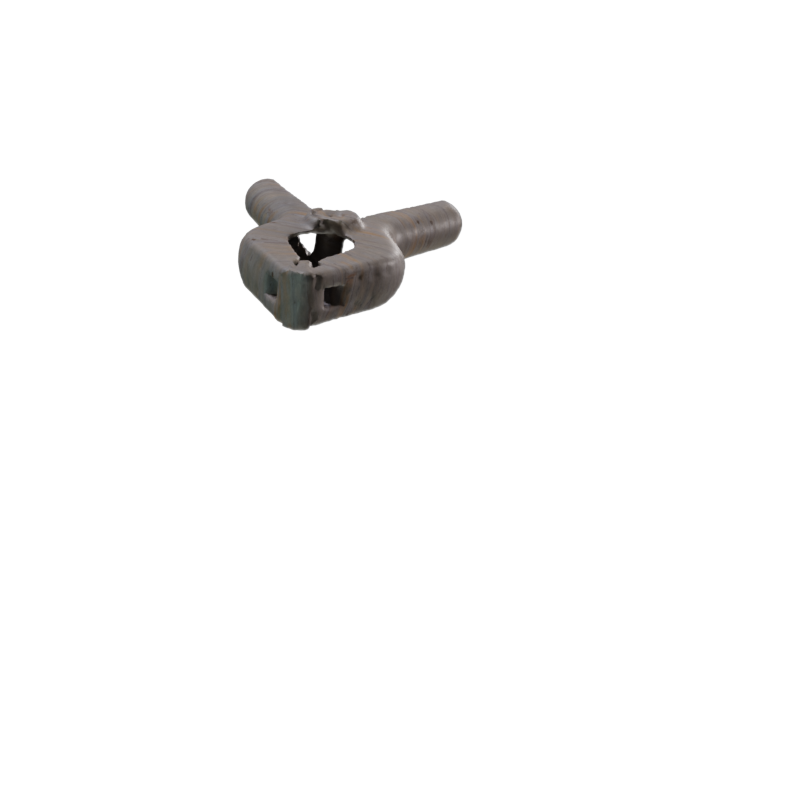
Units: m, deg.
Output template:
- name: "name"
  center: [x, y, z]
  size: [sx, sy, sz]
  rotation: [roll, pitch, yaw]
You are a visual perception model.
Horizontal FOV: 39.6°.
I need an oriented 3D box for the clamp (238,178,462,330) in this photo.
- name: "clamp"
  center: [-0.044, -0.080, 0.557]
  size: [0.123, 0.038, 0.174]
  rotation: [6, 21, 16]
